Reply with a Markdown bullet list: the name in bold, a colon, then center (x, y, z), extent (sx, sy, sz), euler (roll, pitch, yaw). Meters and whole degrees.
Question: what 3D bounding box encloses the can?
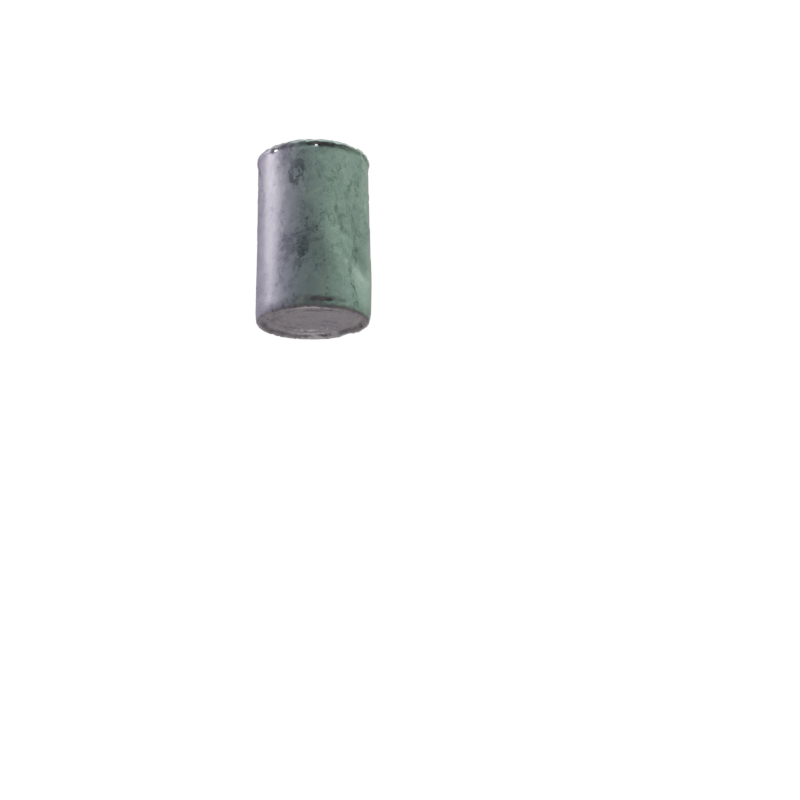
- **can**: center (-0.051, -0.093, 0.653), extent (0.068, 0.107, 0.066), euler (0, -18, -2)
